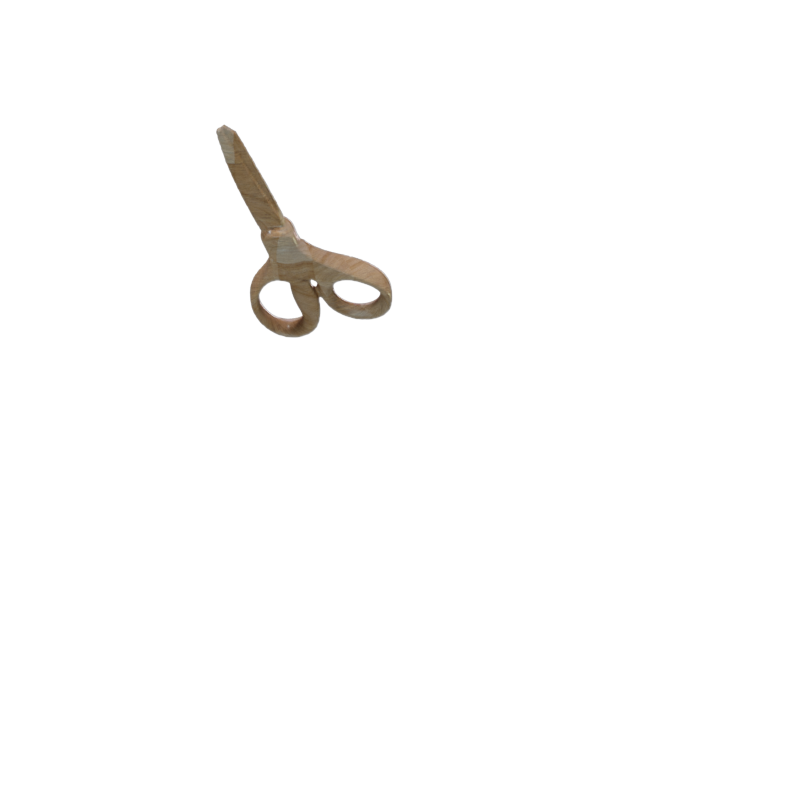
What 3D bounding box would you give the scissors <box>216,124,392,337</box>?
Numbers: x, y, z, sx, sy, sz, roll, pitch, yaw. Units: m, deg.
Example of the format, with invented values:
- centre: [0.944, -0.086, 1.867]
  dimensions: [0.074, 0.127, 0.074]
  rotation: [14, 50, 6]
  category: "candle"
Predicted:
- centre: [-0.049, -0.090, 0.628]
  dimensions: [0.096, 0.017, 0.190]
  rotation: [1, -28, -3]
  category: "scissors"
